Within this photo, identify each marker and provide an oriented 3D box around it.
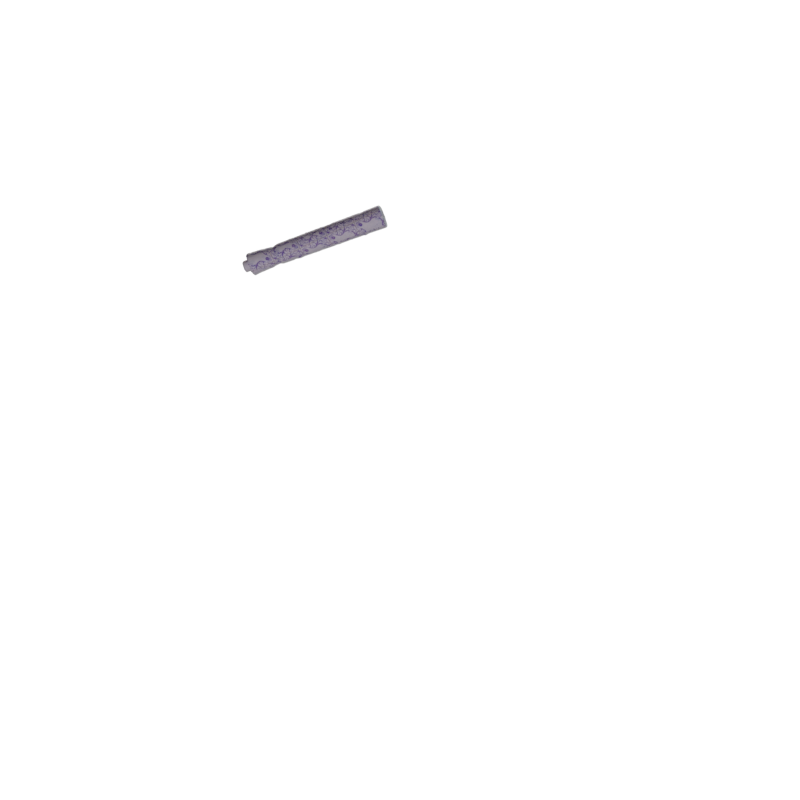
[{"bbox_3d":[-0.070,-0.128,0.894,0.121,0.020,0.020,-19,1,9],"label":"marker"}]
